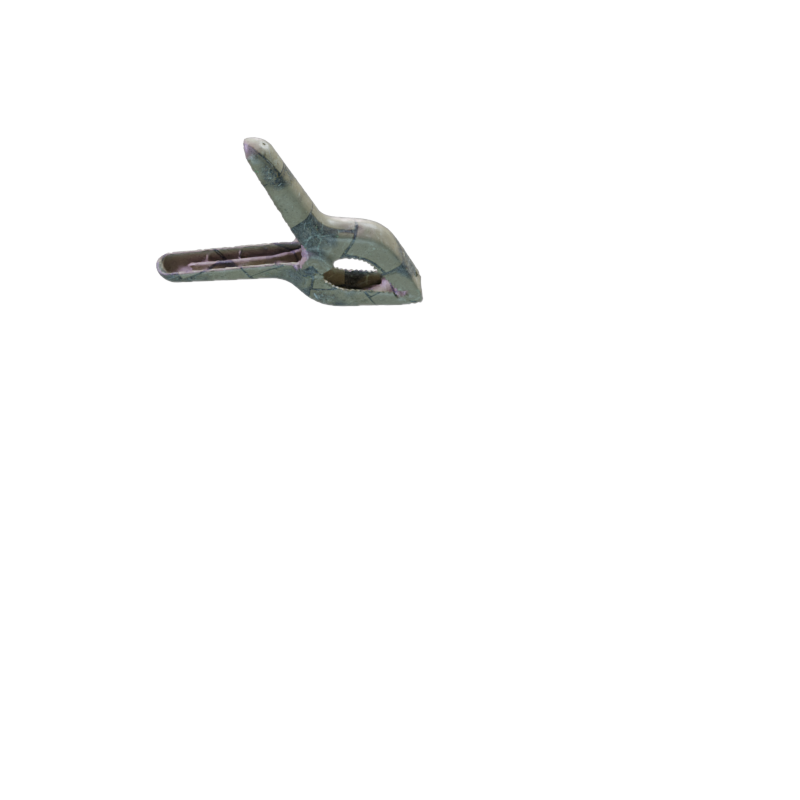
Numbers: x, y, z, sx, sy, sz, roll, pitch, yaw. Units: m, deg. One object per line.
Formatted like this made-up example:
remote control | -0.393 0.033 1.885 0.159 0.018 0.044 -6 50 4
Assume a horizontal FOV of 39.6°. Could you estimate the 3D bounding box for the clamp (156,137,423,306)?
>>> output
clamp | -0.068 -0.124 0.867 0.203 0.039 0.159 15 -38 -20
